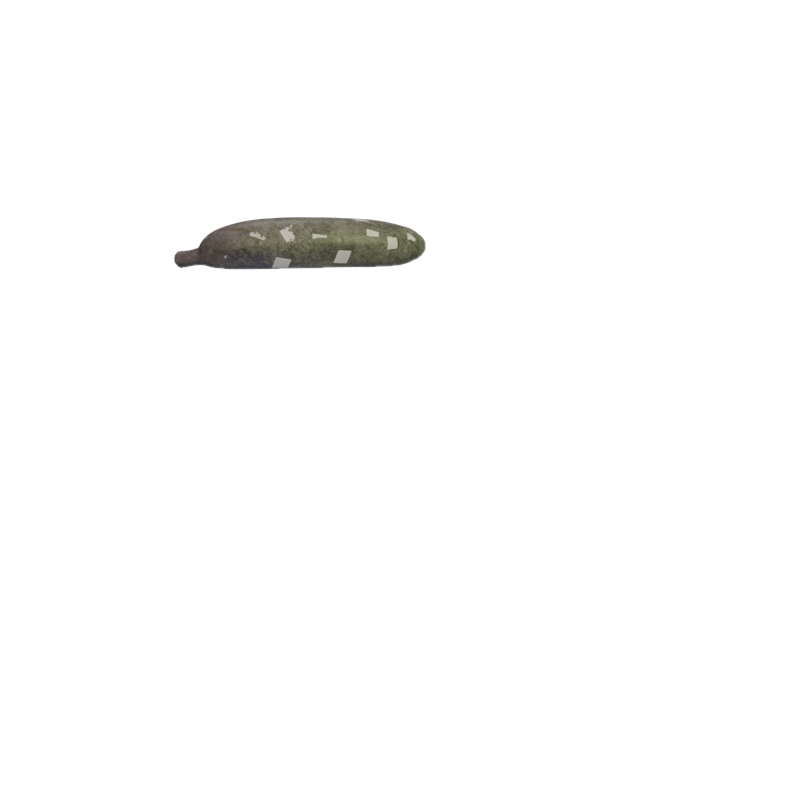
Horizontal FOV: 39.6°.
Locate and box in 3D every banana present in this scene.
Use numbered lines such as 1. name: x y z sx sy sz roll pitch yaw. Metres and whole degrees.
1. banana: -0.060 -0.114 0.804 0.193 0.036 0.072 -4 9 -21
